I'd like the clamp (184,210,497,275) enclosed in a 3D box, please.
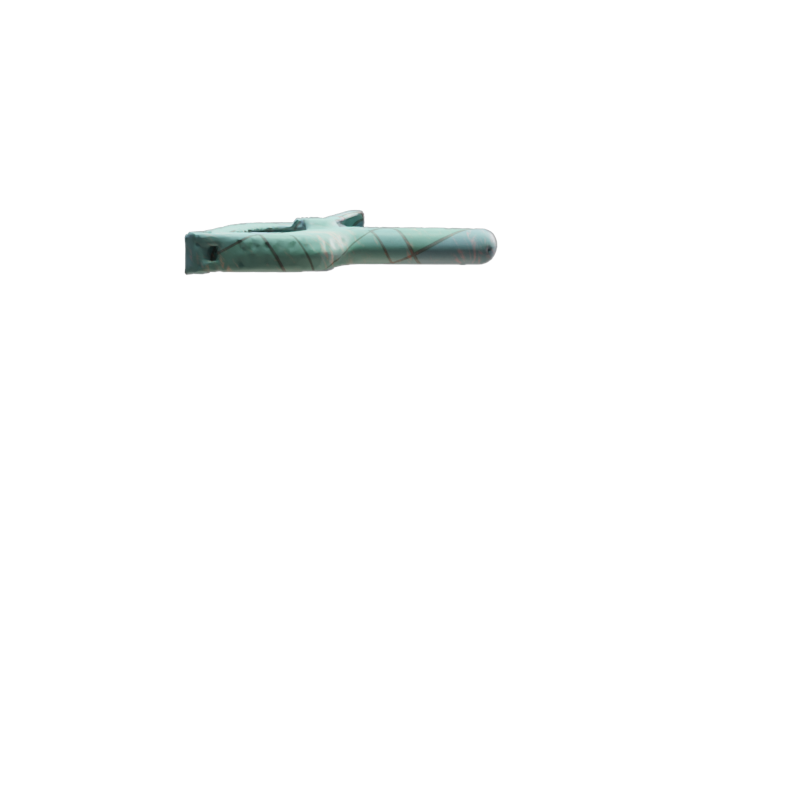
[{"bbox_3d":[-0.062,-0.112,0.787,0.204,0.035,0.173,-8,16,-29],"label":"clamp"}]
